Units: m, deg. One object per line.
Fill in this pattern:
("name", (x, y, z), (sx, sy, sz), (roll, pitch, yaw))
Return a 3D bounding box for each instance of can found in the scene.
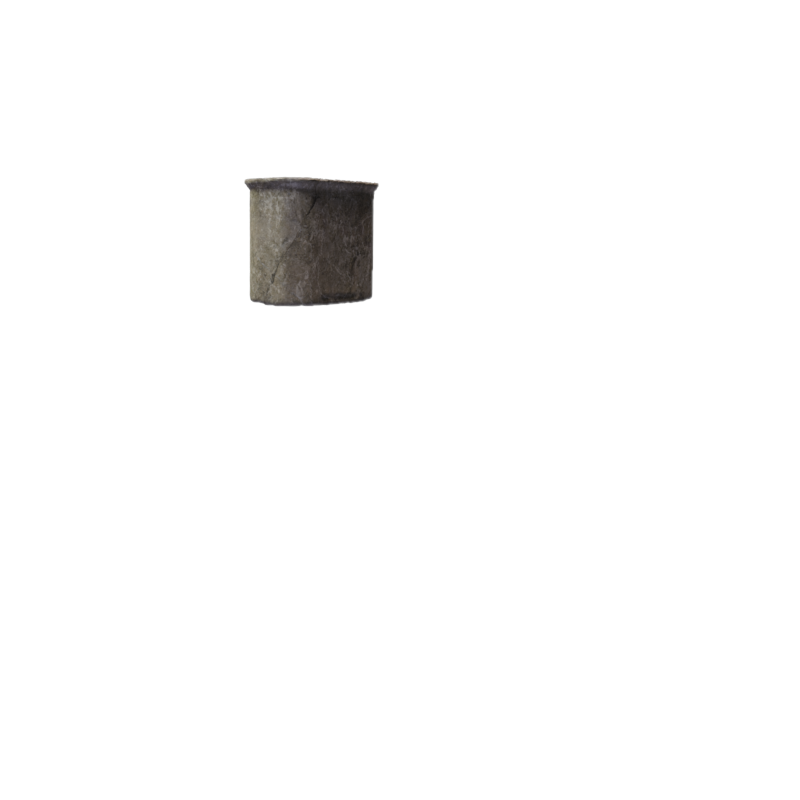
("can", (-0.060, -0.109, 0.761), (0.060, 0.083, 0.099), (2, 5, 34))
